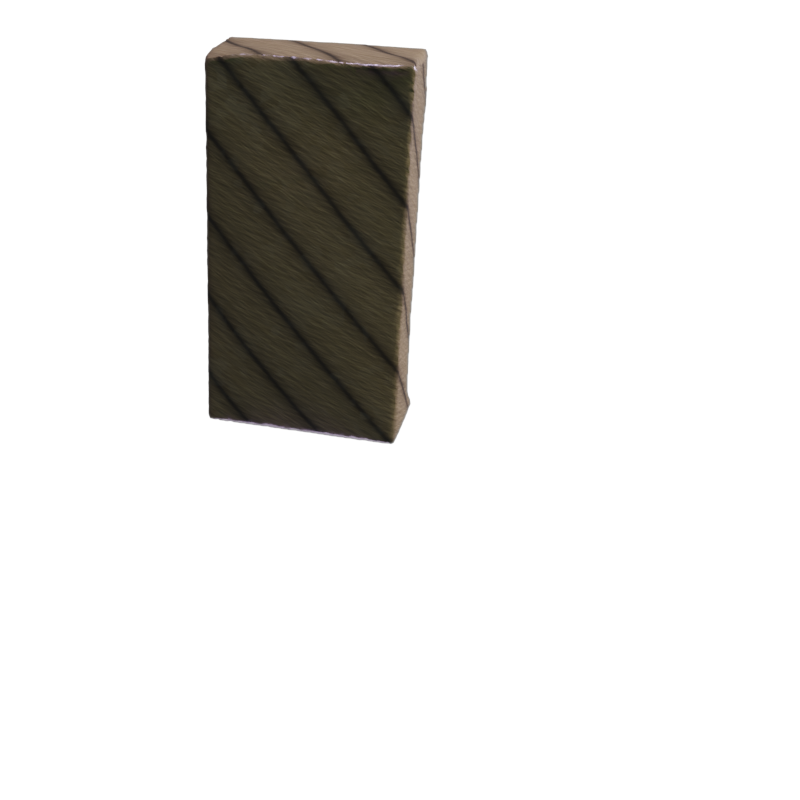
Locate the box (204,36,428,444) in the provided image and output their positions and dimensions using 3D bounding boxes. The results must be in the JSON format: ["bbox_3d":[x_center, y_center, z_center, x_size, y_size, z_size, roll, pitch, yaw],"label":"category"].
[{"bbox_3d":[-0.040,-0.072,0.502,0.095,0.167,0.050,7,24,11],"label":"box"}]
